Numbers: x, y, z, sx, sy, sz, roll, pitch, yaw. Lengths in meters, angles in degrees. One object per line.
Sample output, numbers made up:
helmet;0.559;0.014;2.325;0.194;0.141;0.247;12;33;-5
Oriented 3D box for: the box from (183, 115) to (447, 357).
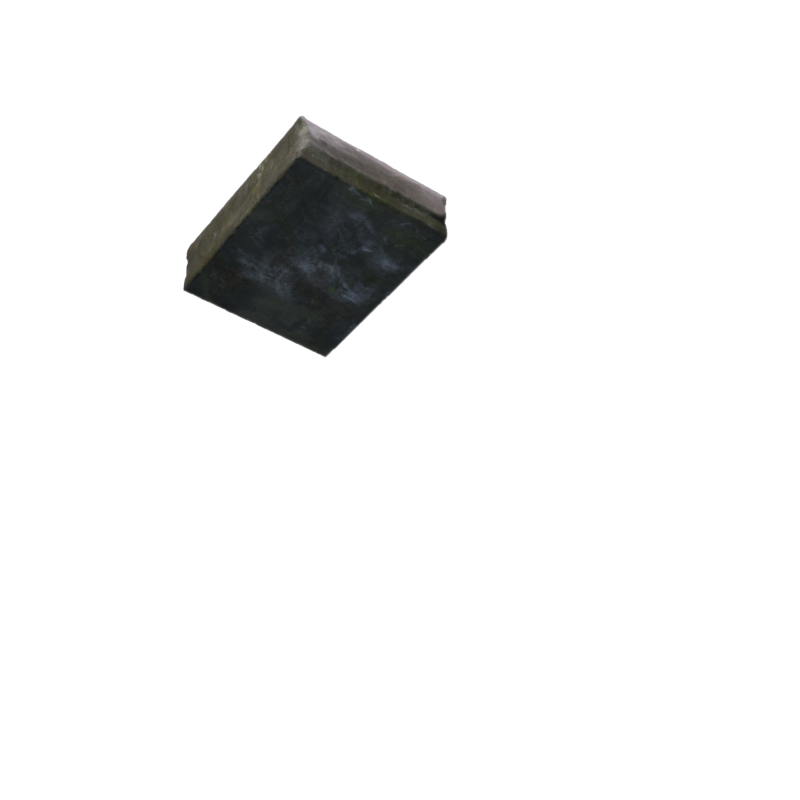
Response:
box;-0.036;-0.065;0.455;0.070;0.032;0.087;27;-50;-26
